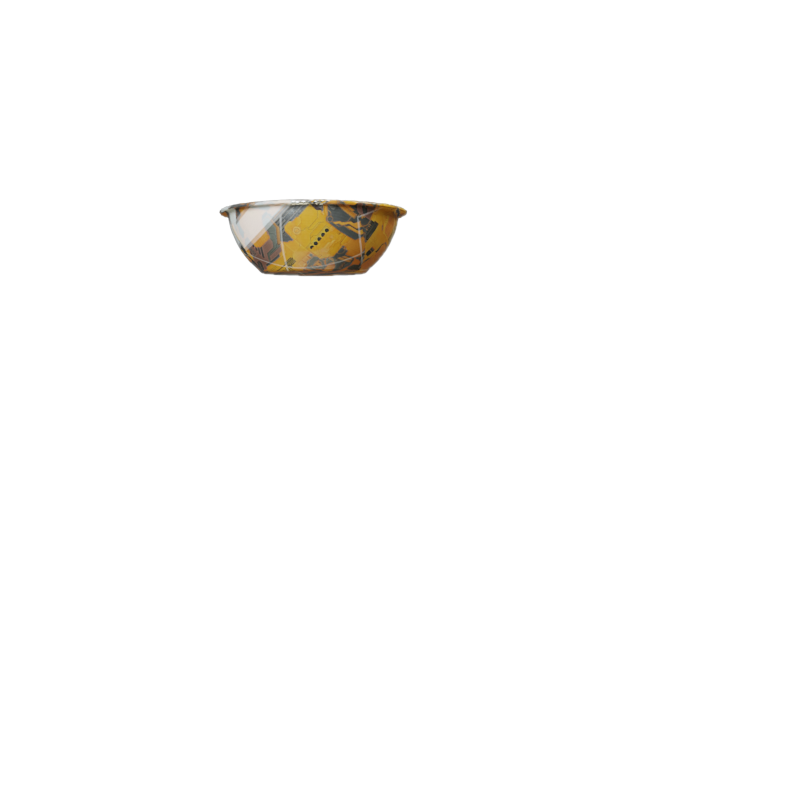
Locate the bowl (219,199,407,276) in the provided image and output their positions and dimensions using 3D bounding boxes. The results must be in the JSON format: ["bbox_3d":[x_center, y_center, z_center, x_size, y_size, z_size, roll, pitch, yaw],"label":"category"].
[{"bbox_3d":[-0.075,-0.136,0.955,0.162,0.055,0.162,0,3,-2],"label":"bowl"}]
